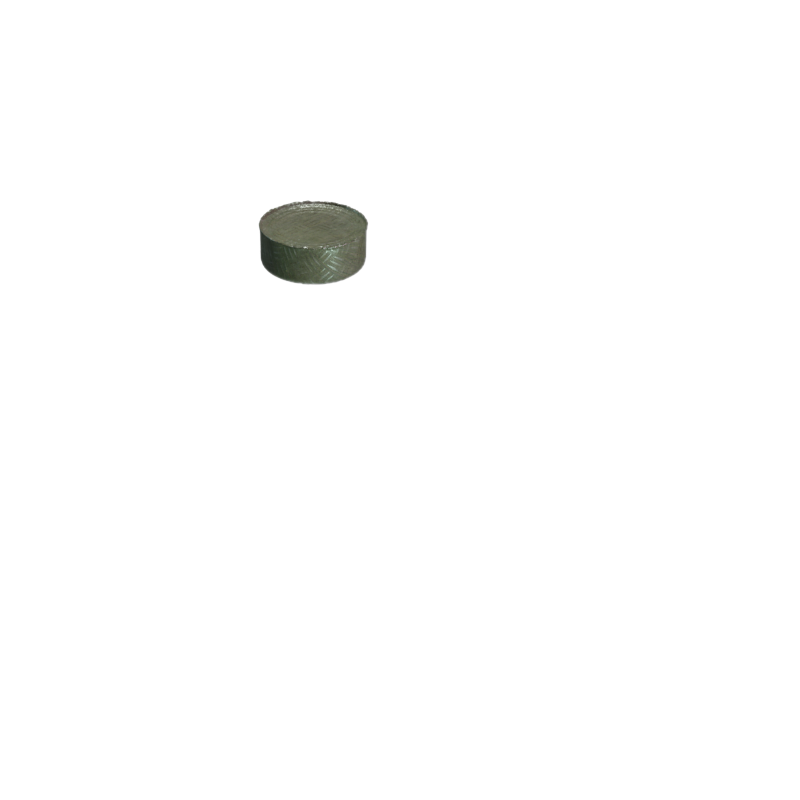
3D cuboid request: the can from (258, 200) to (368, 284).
[{"bbox_3d":[-0.069,-0.125,0.878,0.086,0.032,0.091,-1,33,-2],"label":"can"}]
